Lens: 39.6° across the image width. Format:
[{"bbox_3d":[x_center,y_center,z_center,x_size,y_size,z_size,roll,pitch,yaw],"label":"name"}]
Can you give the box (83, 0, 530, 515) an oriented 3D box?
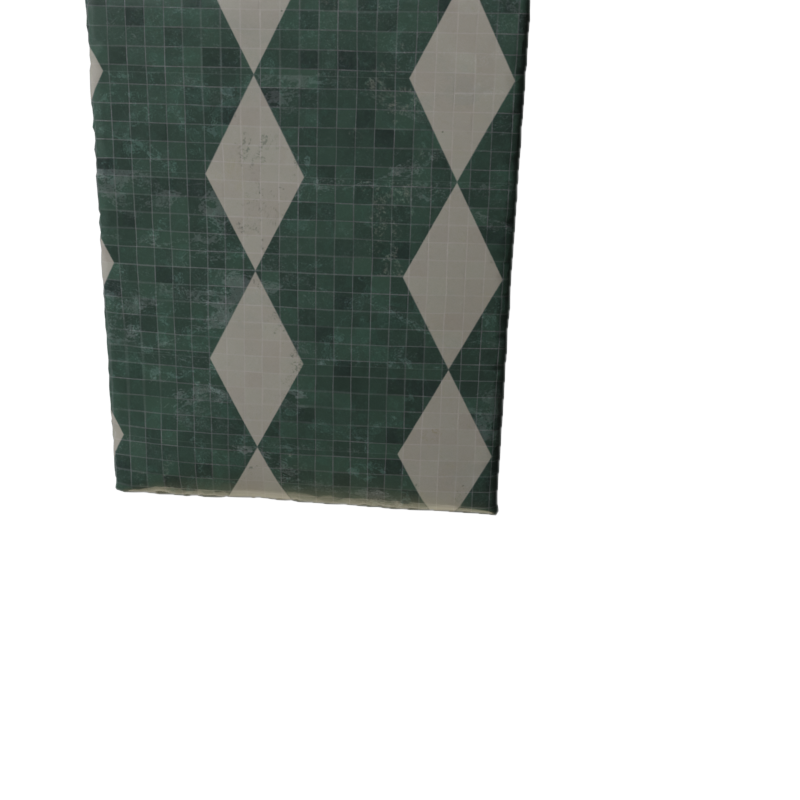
[{"bbox_3d":[-0.036,-0.065,0.459,0.165,0.205,0.074,3,20,5],"label":"box"}]
